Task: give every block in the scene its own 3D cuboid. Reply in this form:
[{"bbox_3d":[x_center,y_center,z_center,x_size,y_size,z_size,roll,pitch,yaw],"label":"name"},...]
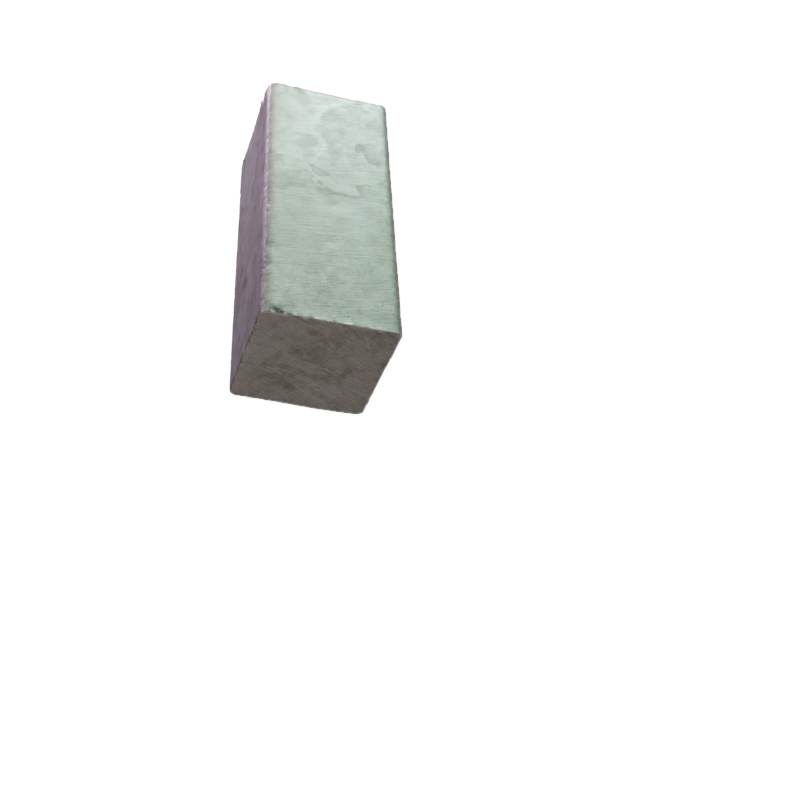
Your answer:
[{"bbox_3d":[-0.059,-0.106,0.746,0.088,0.221,0.086,9,-40,-15],"label":"block"}]
